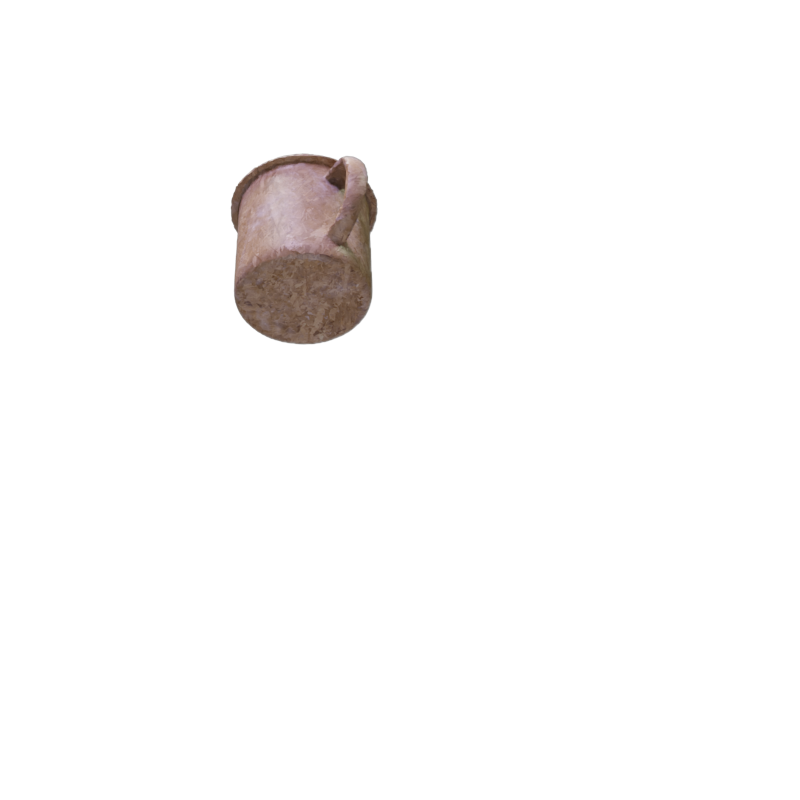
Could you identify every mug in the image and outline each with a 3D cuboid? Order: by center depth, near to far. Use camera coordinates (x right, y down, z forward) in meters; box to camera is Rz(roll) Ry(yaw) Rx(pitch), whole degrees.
[{"bbox_3d":[-0.052,-0.095,0.665,0.089,0.088,0.114,22,-48,-24],"label":"mug"}]
